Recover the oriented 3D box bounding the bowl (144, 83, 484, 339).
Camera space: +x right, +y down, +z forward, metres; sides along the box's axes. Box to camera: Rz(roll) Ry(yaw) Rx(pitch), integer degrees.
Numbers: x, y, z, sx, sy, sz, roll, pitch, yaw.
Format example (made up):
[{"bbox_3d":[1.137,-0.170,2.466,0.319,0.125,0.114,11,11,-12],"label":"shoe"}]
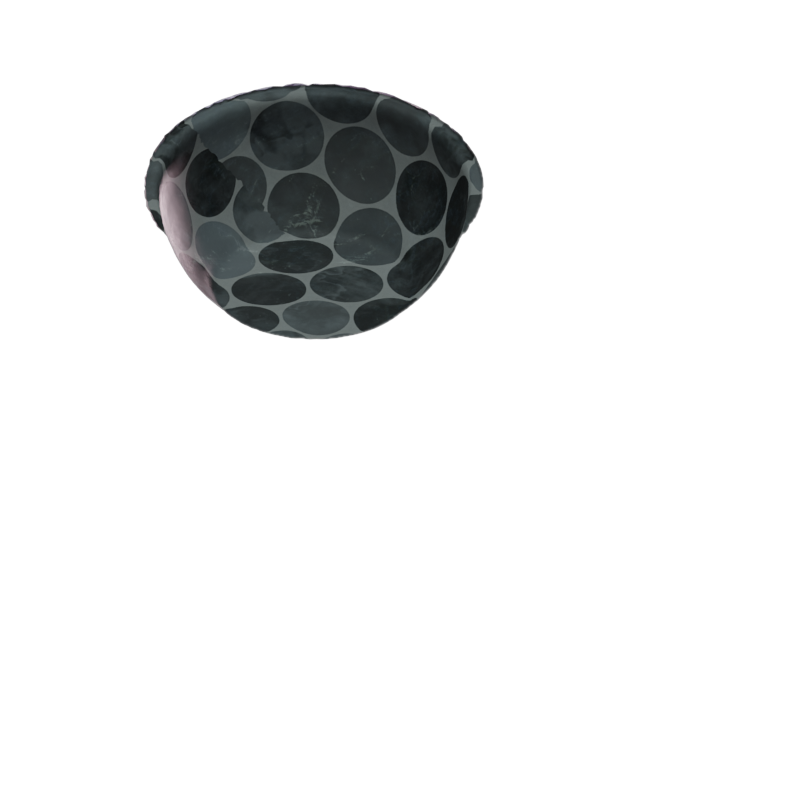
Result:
[{"bbox_3d":[-0.040,-0.074,0.517,0.162,0.059,0.152,1,-29,-2],"label":"bowl"}]
